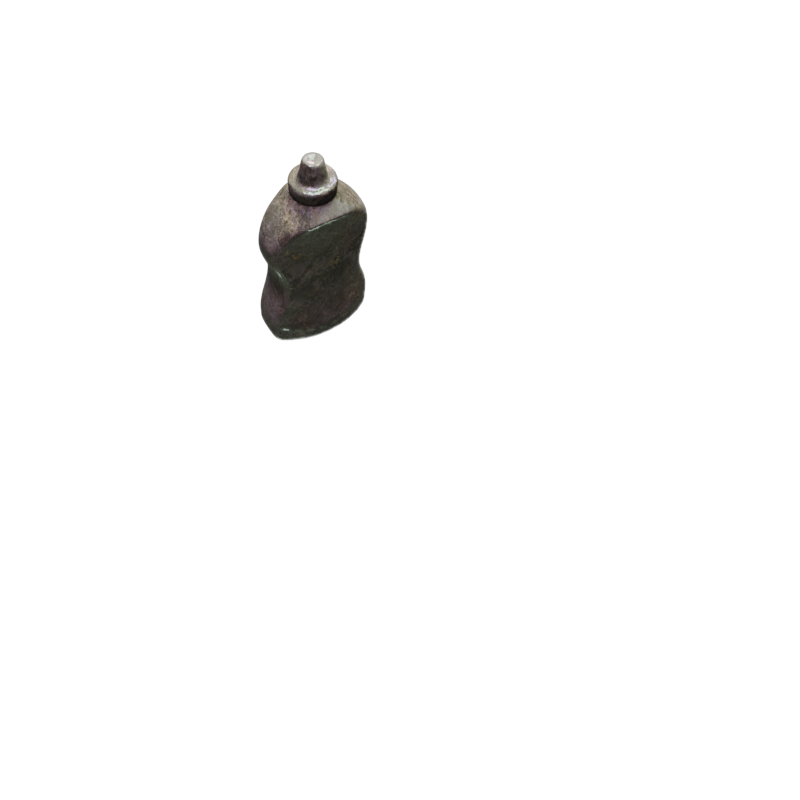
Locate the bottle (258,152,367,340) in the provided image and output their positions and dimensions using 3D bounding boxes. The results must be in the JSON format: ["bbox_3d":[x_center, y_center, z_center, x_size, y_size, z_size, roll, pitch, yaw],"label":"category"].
[{"bbox_3d":[-0.075,-0.136,0.950,0.095,0.063,0.179,-23,-33,-20],"label":"bottle"}]
